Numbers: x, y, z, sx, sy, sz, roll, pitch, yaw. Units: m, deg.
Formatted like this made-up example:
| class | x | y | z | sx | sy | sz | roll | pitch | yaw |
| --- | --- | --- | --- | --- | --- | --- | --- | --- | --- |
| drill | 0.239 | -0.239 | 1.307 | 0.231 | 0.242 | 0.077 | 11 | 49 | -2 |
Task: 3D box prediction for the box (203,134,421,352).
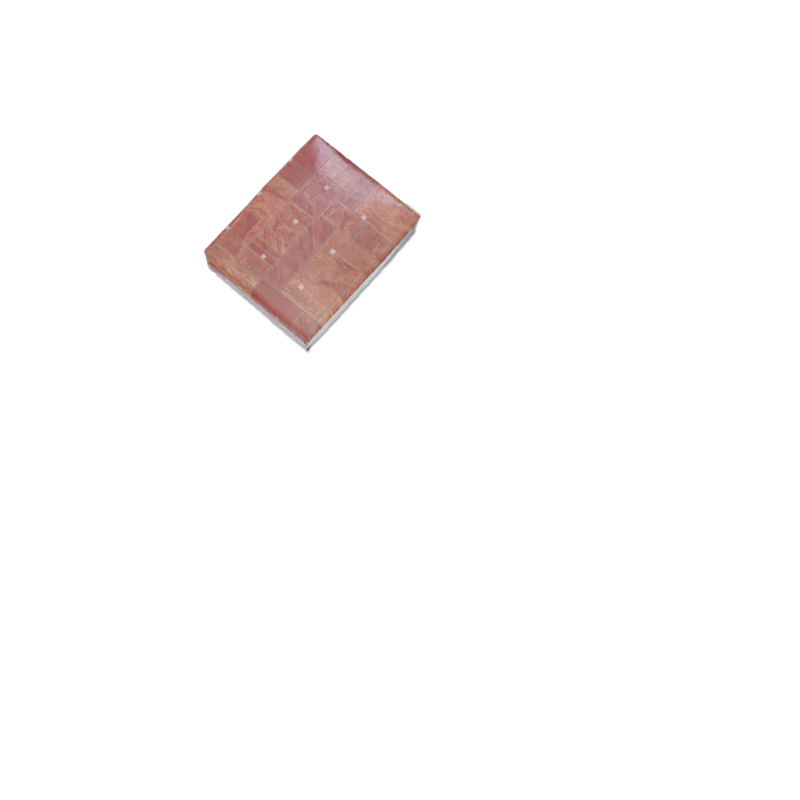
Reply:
| class | x | y | z | sx | sy | sz | roll | pitch | yaw |
| --- | --- | --- | --- | --- | --- | --- | --- | --- | --- |
| box | -0.056 | -0.102 | 0.717 | 0.093 | 0.115 | 0.037 | 38 | -14 | 11 |
